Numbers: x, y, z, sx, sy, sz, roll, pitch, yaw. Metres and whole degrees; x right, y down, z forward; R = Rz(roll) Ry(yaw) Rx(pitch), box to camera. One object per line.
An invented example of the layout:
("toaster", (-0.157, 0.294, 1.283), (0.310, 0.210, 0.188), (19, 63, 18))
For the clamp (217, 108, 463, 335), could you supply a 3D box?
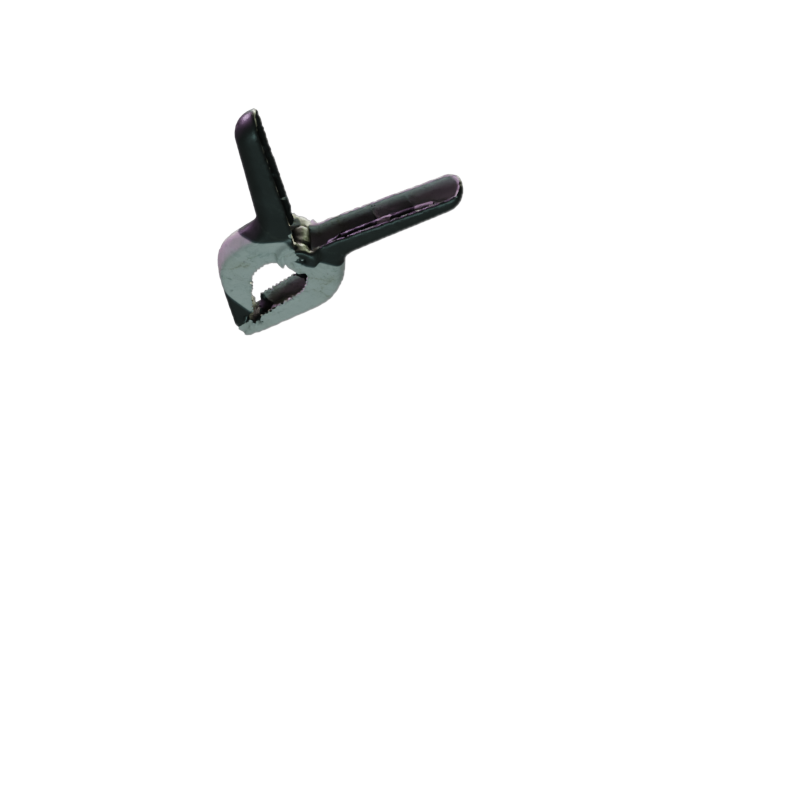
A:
("clamp", (-0.062, -0.114, 0.795), (0.160, 0.039, 0.201), (13, -39, -16))
